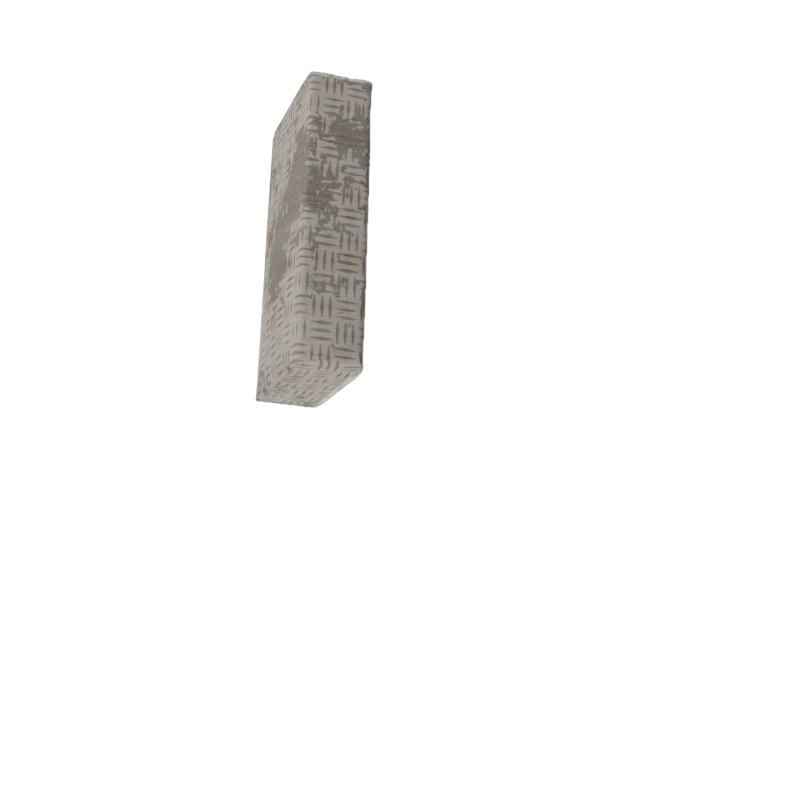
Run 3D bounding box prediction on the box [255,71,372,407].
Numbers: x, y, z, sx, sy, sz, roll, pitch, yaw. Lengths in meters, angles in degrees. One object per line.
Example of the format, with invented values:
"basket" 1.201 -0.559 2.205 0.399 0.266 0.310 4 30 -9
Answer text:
"box" -0.051 -0.093 0.650 0.047 0.185 0.091 6 -21 -19
